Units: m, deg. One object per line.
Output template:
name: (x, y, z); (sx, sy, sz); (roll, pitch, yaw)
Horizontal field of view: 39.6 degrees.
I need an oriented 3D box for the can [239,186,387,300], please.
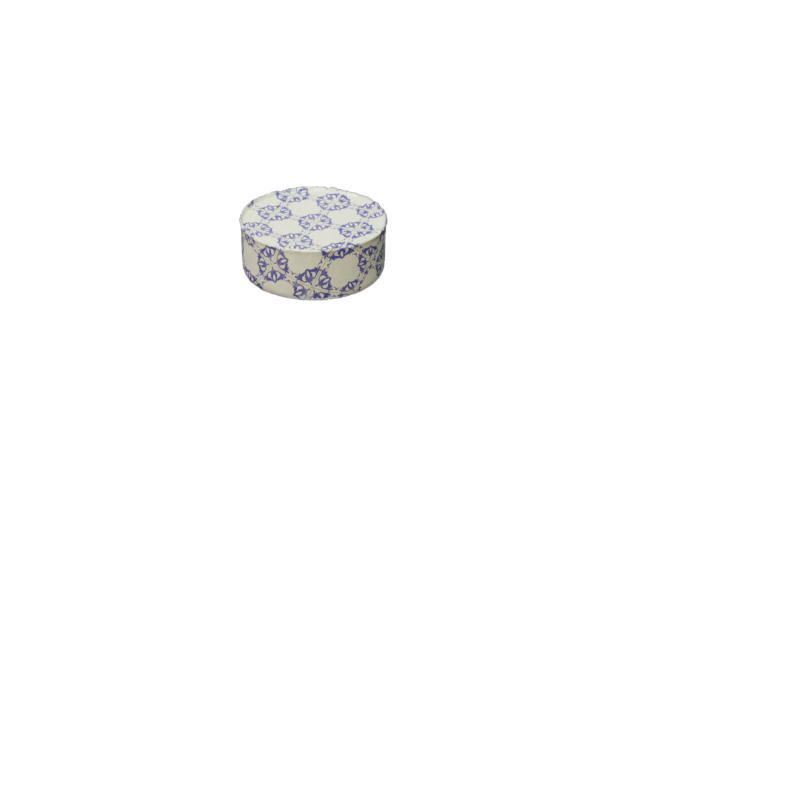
can: (-0.051, -0.092, 0.648); (0.086, 0.032, 0.091); (-1, 33, -2)
